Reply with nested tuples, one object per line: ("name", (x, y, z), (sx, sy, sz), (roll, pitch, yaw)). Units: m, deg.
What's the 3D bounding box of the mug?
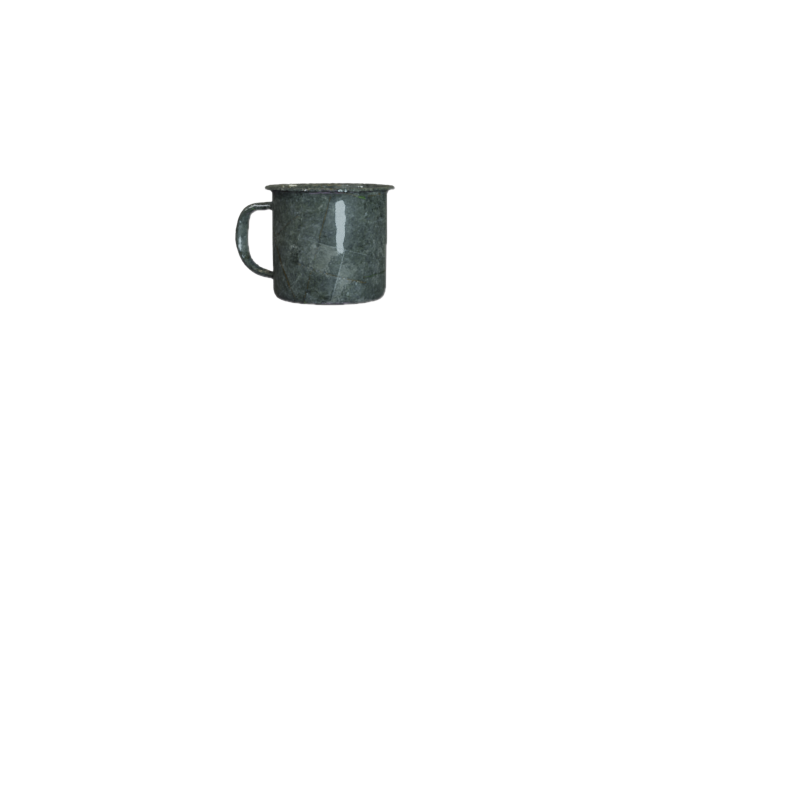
("mug", (-0.062, -0.114, 0.797), (0.119, 0.080, 0.094), (2, 10, 11))
